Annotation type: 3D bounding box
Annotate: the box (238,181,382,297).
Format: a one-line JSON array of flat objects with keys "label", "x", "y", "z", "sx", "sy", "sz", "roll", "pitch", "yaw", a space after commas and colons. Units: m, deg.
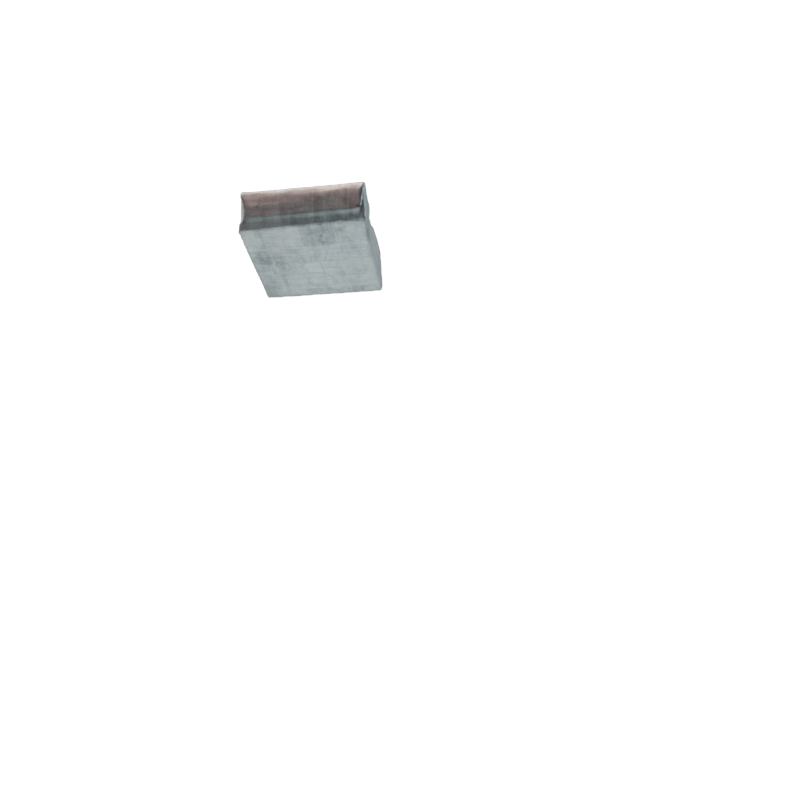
[{"label": "box", "x": -0.052, "y": -0.095, "z": 0.663, "sx": 0.074, "sy": 0.032, "sz": 0.083, "roll": -3, "pitch": -24, "yaw": 7}]
